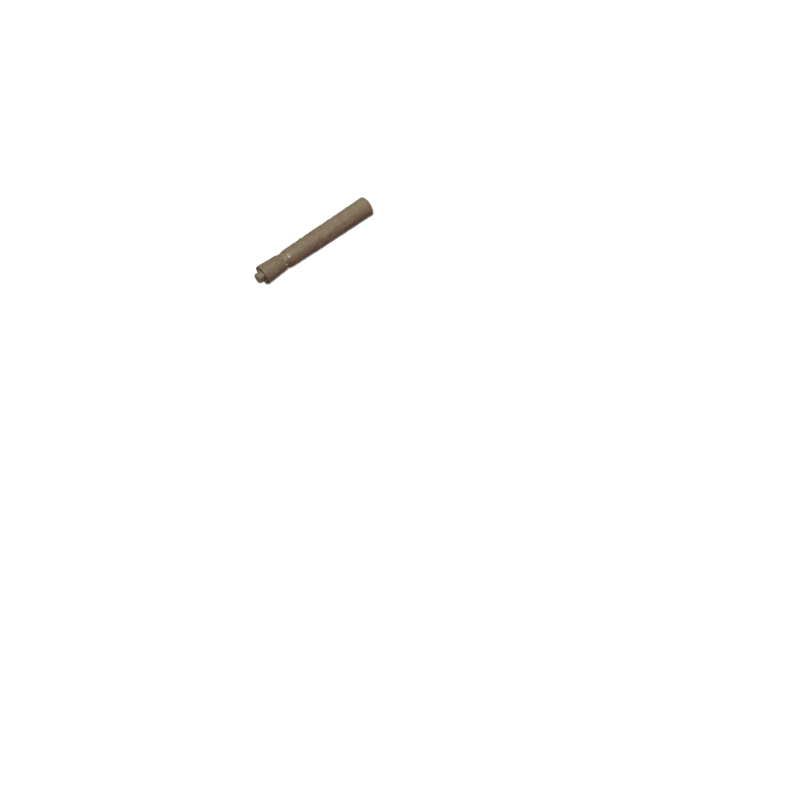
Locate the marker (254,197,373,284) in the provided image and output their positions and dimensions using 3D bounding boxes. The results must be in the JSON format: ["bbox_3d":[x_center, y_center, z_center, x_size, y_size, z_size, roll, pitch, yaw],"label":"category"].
[{"bbox_3d":[-0.074,-0.136,0.951,0.122,0.019,0.020,-37,18,-20],"label":"marker"}]
